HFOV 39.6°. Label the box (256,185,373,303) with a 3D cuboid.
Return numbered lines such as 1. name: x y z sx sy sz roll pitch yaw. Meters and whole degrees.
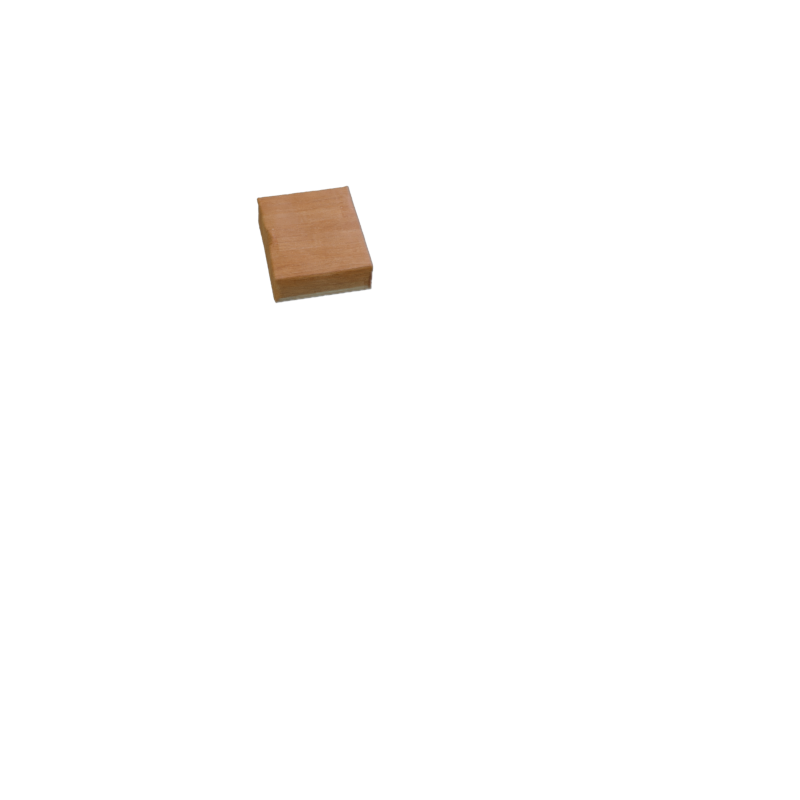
1. box: -0.065 -0.119 0.829 0.072 0.096 0.028 -9 -39 -8
